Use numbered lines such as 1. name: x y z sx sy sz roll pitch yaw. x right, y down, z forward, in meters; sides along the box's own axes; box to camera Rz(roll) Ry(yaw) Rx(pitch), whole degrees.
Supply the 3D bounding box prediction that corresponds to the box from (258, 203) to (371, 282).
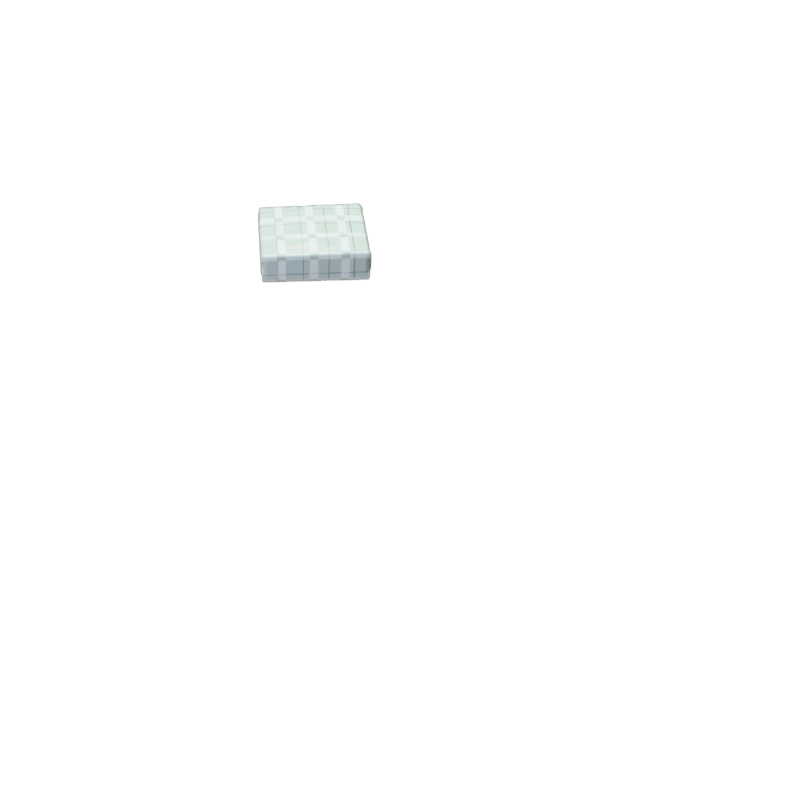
1. box: -0.071 -0.130 0.909 0.089 0.028 0.079 -3 40 -4
